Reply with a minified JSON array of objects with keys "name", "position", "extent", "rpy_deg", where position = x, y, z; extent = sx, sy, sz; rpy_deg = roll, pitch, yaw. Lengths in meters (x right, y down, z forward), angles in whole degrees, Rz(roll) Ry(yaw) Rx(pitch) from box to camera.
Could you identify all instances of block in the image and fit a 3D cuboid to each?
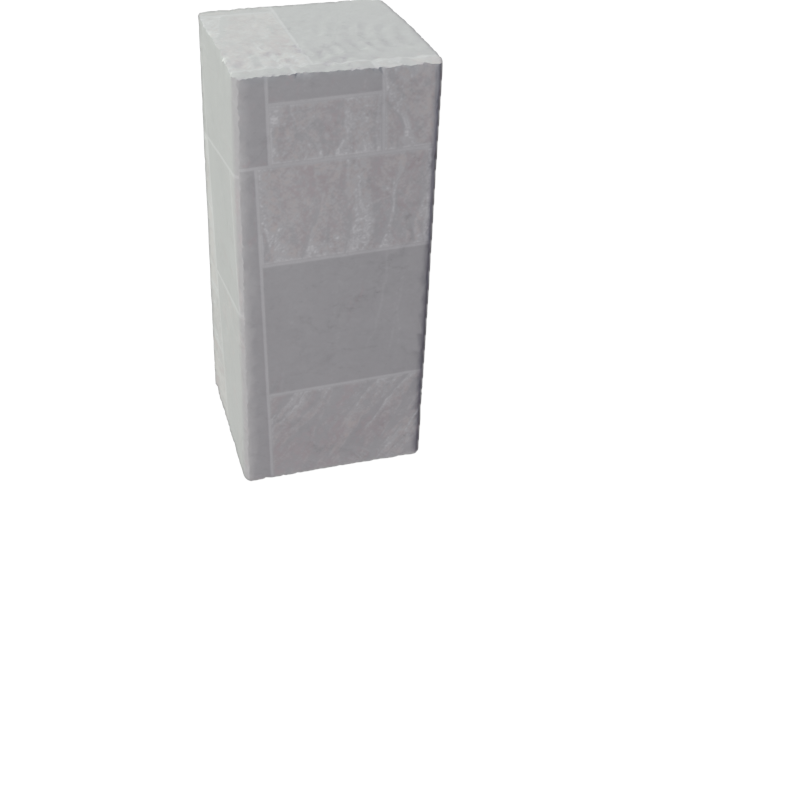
[{"name":"block","position":[-0.041,-0.076,0.530],"extent":[0.089,0.194,0.097],"rpy_deg":[-8,34,-15]}]
